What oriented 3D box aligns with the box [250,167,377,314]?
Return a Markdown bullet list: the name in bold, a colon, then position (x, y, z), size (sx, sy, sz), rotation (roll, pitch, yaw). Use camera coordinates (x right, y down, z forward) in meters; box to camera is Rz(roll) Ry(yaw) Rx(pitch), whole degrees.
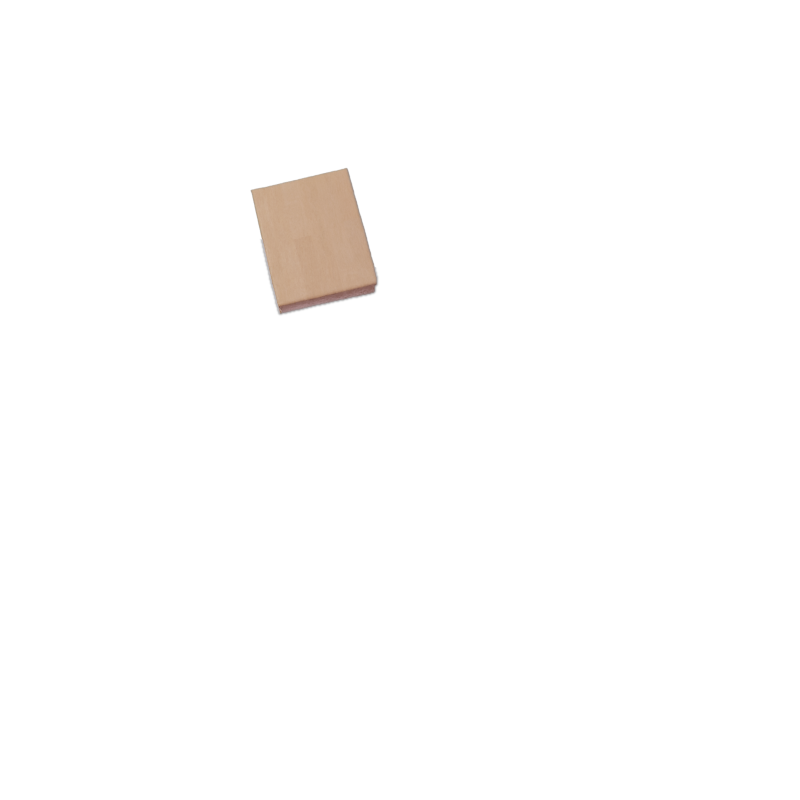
- **box**: position (-0.077, -0.140, 0.982), size (0.089, 0.119, 0.037), rotation (-14, -17, -5)
